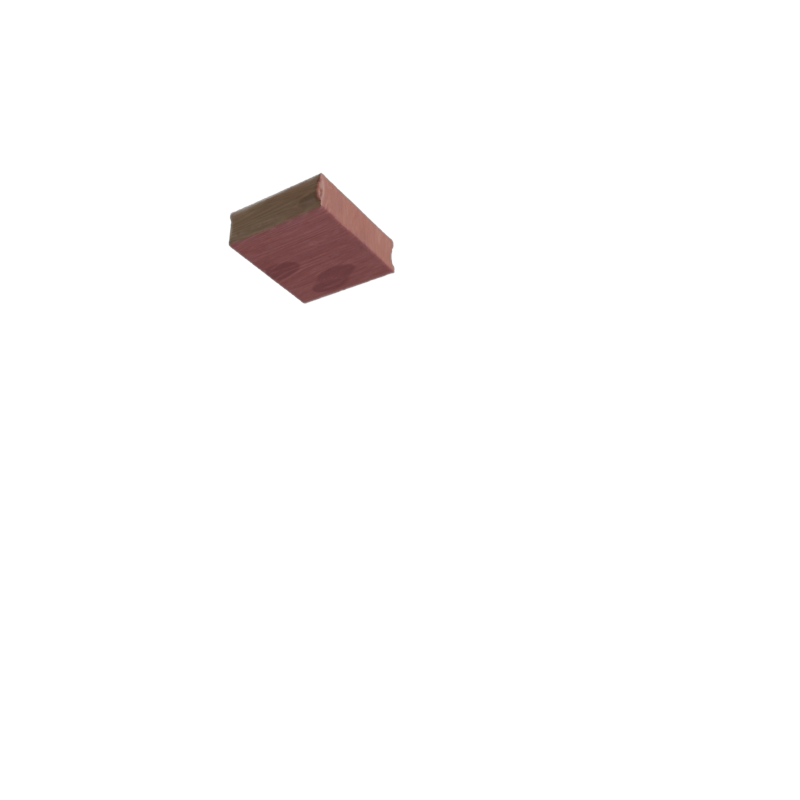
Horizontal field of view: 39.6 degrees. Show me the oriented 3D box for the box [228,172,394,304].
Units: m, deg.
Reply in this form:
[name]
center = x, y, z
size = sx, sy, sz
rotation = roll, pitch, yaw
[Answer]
[box]
center = -0.057, -0.103, 0.724
size = 0.074, 0.032, 0.083
rotation = -19, -35, 28
